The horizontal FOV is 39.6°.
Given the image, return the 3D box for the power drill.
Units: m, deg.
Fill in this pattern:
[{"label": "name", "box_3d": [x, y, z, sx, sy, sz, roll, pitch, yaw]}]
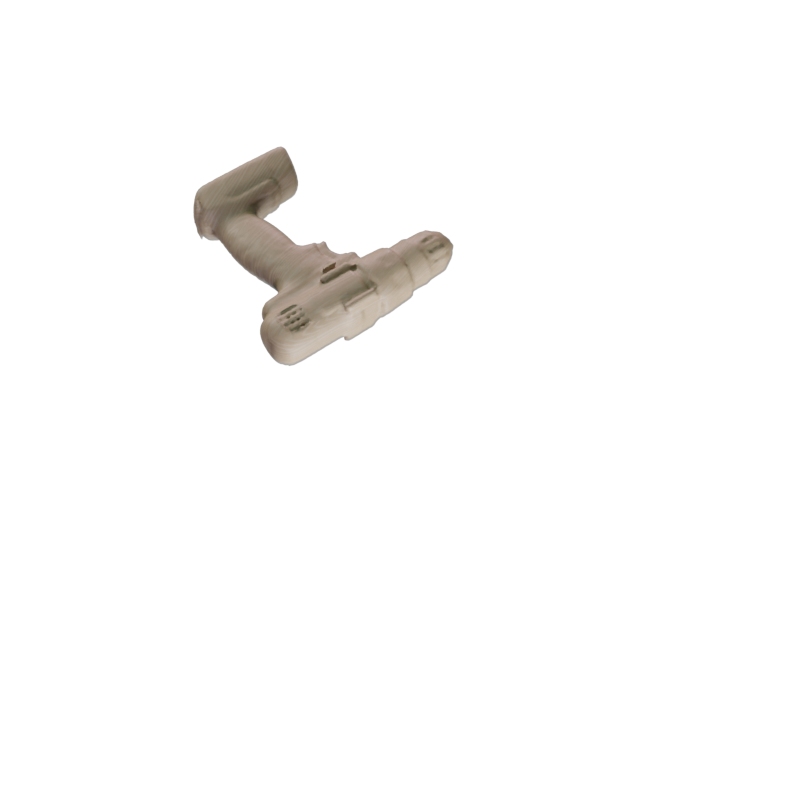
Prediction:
[{"label": "power drill", "box_3d": [-0.074, -0.135, 0.946, 0.184, 0.201, 0.053, -31, -32, -22]}]
